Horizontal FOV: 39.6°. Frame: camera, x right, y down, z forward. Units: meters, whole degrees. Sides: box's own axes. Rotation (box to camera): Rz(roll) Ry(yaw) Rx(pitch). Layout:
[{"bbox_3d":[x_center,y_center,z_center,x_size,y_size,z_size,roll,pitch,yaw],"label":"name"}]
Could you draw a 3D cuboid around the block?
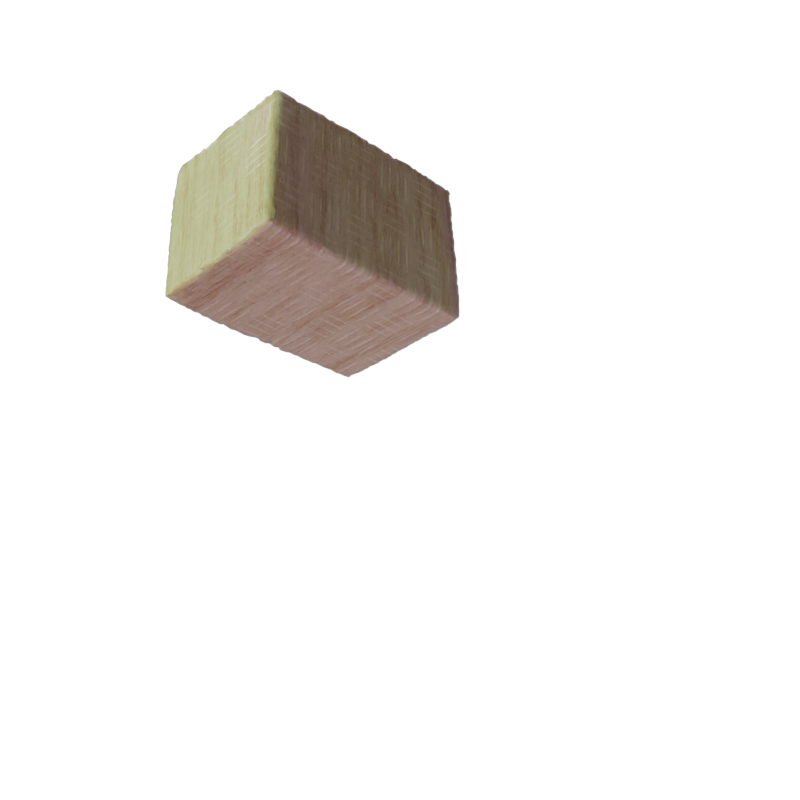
[{"bbox_3d":[-0.027,-0.050,0.350,0.073,0.055,0.052,25,-40,-36],"label":"block"}]
